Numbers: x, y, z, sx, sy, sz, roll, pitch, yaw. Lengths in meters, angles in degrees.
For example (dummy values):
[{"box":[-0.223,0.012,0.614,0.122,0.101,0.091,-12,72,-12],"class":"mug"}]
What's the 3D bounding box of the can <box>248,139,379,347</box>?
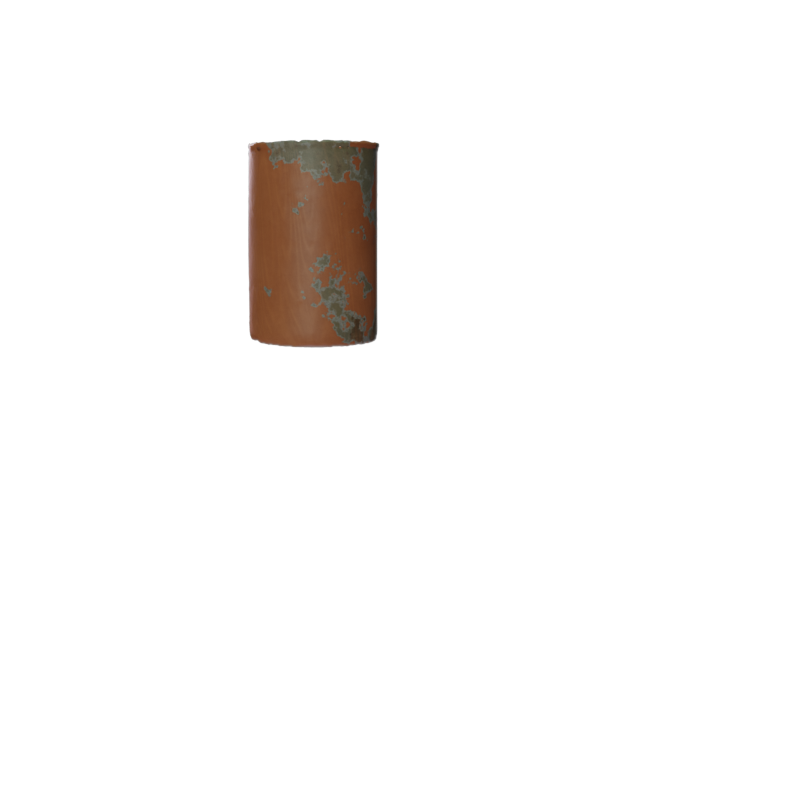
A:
[{"box":[-0.045,-0.082,0.574,0.068,0.102,0.069,0,4,-2],"class":"can"}]
